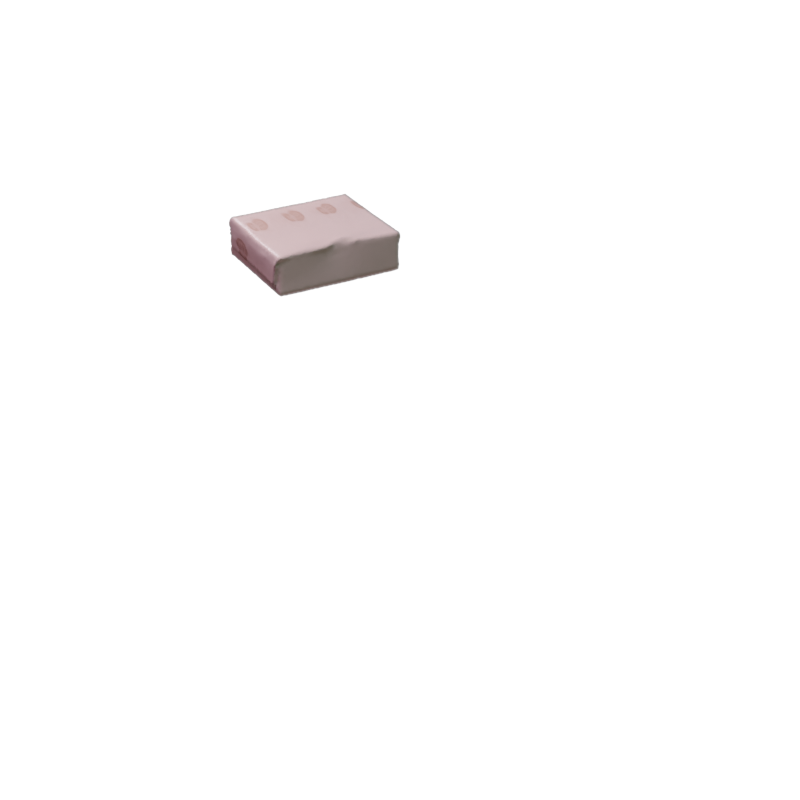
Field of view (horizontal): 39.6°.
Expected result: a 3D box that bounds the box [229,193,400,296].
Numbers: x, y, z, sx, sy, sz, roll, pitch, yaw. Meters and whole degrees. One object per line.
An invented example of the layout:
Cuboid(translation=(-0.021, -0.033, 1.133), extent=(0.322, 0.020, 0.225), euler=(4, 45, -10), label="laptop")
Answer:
Cuboid(translation=(-0.056, -0.102, 0.716), extent=(0.088, 0.028, 0.079), euler=(-15, 34, -25), label="box")
